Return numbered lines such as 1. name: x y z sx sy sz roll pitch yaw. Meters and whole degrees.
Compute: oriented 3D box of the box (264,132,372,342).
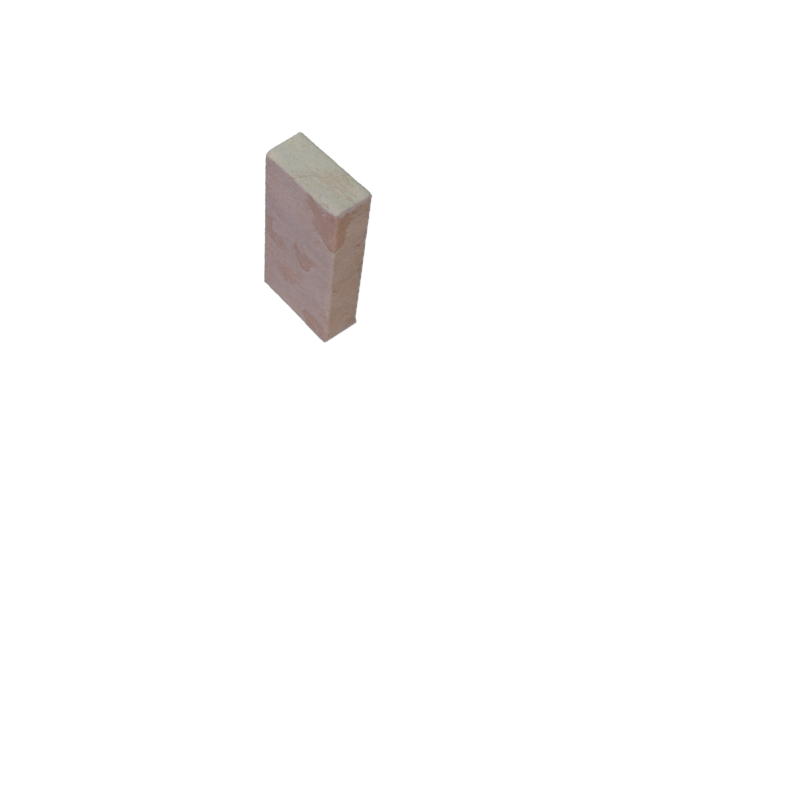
1. box: -0.075 -0.136 0.953 0.048 0.099 0.165 -34 -25 -23
